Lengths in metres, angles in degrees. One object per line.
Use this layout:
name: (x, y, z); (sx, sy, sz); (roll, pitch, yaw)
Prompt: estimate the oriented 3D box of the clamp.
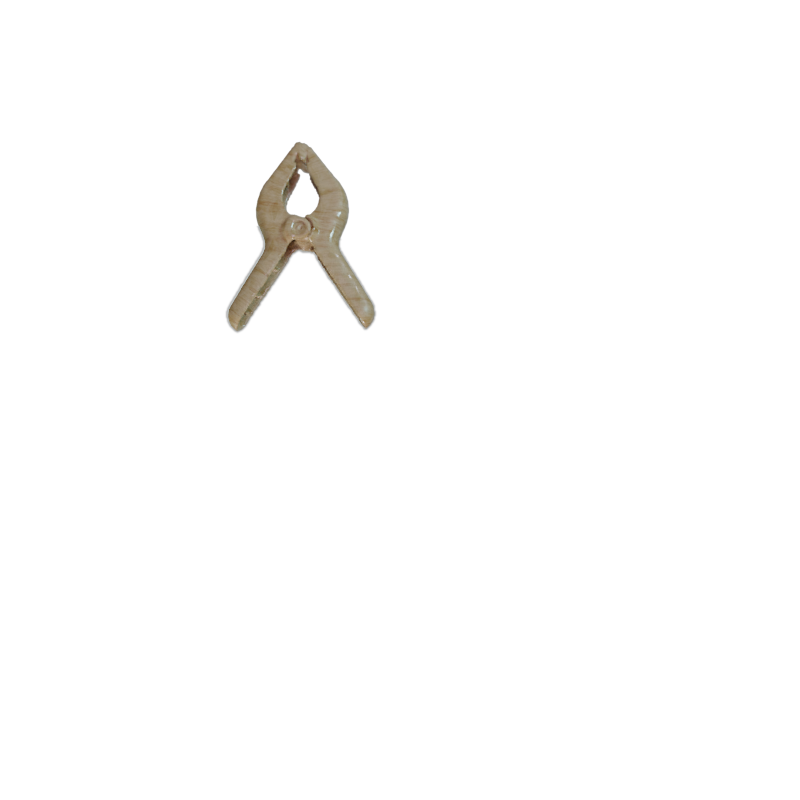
clamp: (-0.073, -0.133, 0.933); (0.120, 0.178, 0.038); (8, -17, 2)
